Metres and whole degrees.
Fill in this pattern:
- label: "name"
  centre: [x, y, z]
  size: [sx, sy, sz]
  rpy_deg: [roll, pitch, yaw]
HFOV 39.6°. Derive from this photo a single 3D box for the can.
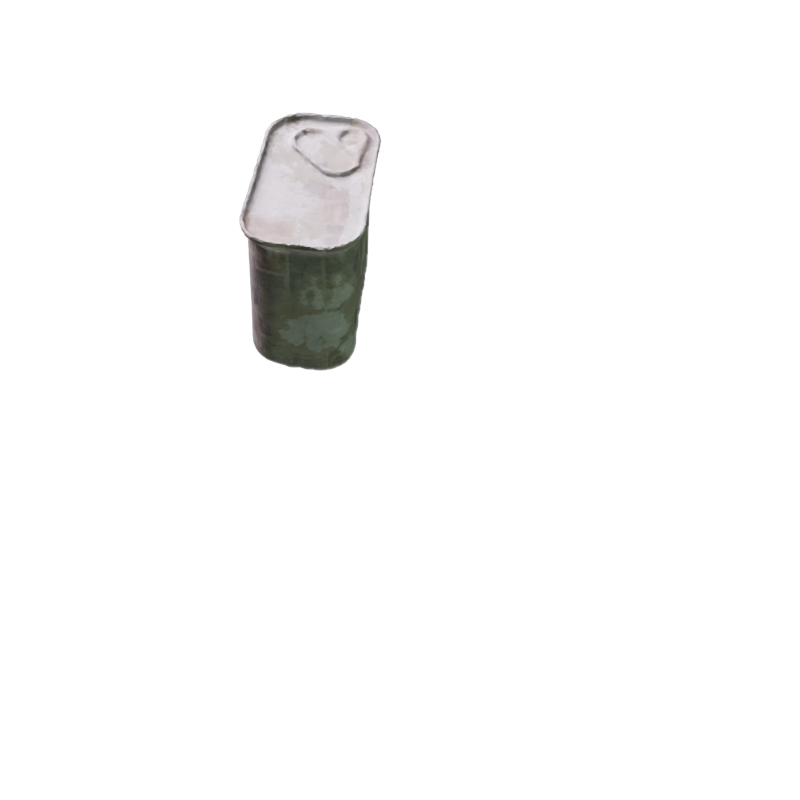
- label: "can"
  centre: [-0.043, -0.078, 0.548]
  size: [0.058, 0.109, 0.078]
  rpy_deg: [5, -44, 2]
